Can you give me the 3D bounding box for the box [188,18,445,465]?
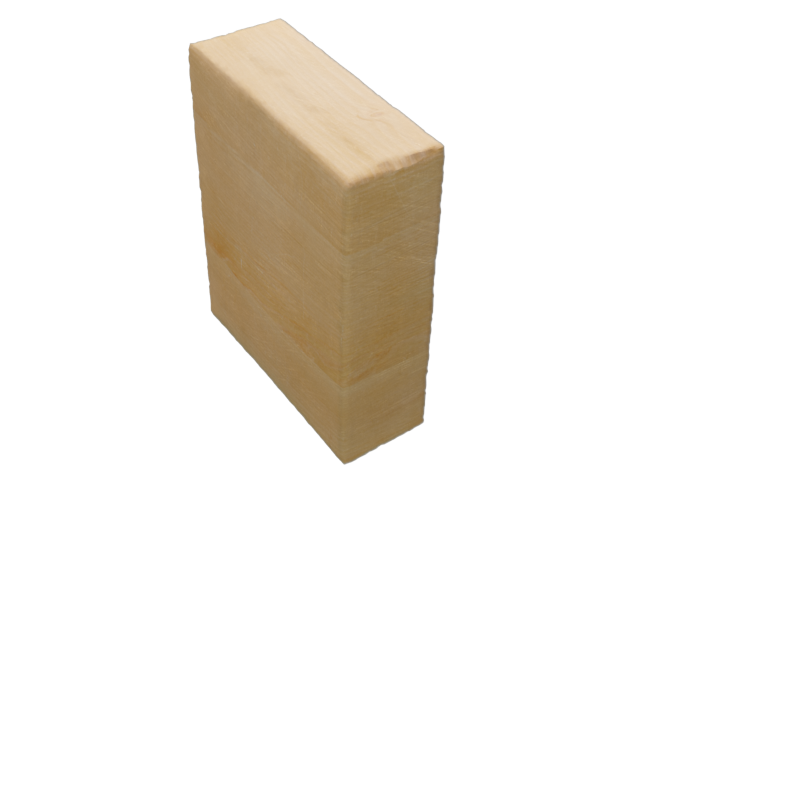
[{"bbox_3d":[-0.052,-0.094,0.659,0.071,0.199,0.177,-23,49,-26],"label":"box"}]
